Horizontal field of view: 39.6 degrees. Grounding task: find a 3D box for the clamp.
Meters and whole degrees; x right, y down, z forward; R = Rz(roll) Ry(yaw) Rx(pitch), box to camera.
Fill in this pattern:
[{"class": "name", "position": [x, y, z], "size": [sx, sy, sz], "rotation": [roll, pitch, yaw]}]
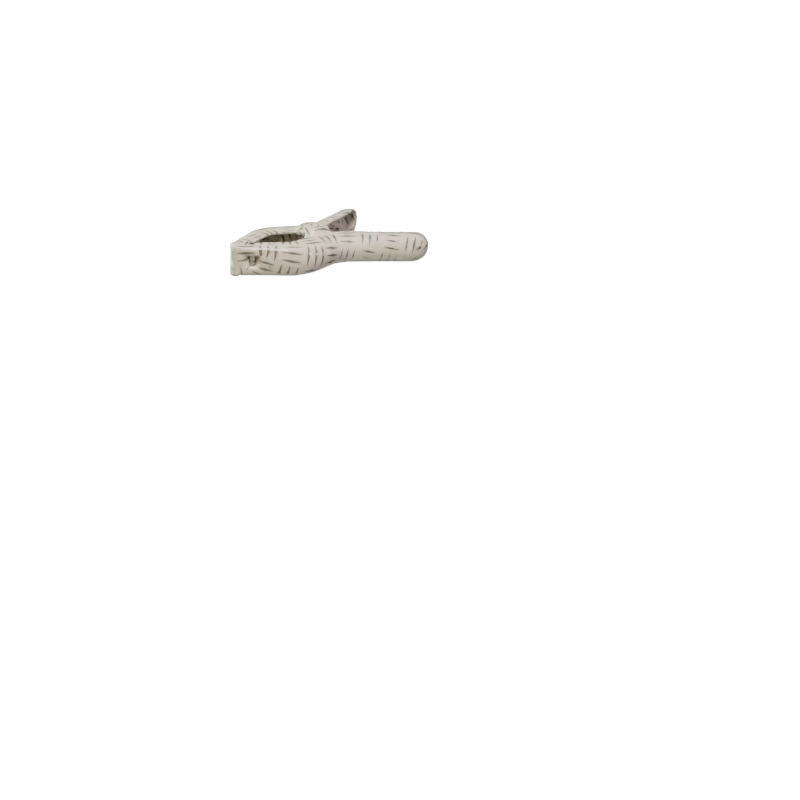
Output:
[{"class": "clamp", "position": [-0.076, -0.138, 0.970], "size": [0.167, 0.038, 0.127], "rotation": [-8, 18, -25]}]
